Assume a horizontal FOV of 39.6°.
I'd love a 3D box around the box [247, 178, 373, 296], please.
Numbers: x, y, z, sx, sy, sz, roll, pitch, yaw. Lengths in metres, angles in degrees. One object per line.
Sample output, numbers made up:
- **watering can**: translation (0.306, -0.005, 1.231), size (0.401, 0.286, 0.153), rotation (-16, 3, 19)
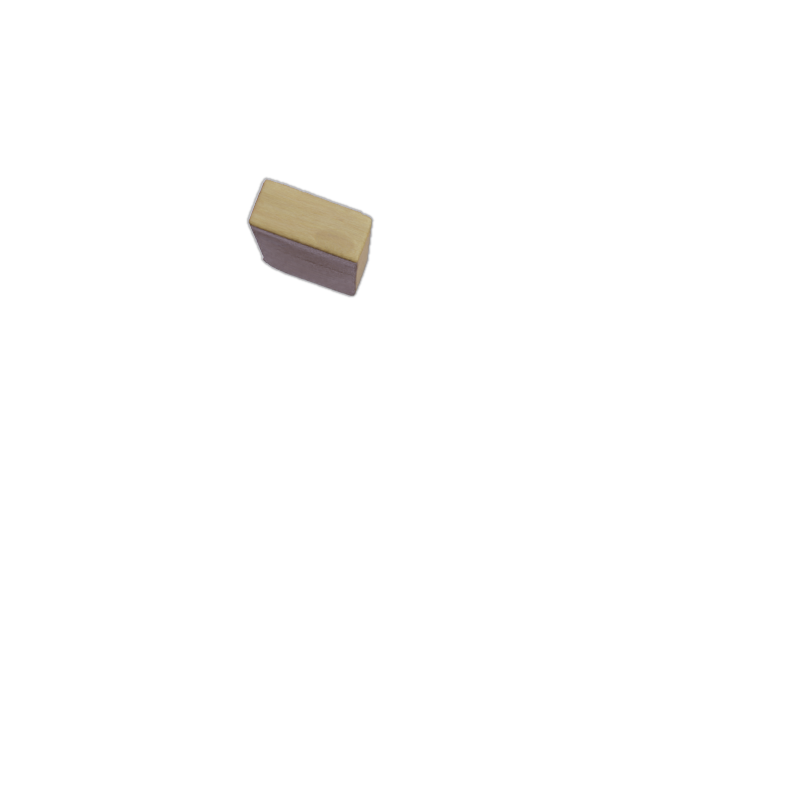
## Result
- **box**: translation (-0.073, -0.134, 0.936), size (0.094, 0.049, 0.172), rotation (21, -7, -1)
